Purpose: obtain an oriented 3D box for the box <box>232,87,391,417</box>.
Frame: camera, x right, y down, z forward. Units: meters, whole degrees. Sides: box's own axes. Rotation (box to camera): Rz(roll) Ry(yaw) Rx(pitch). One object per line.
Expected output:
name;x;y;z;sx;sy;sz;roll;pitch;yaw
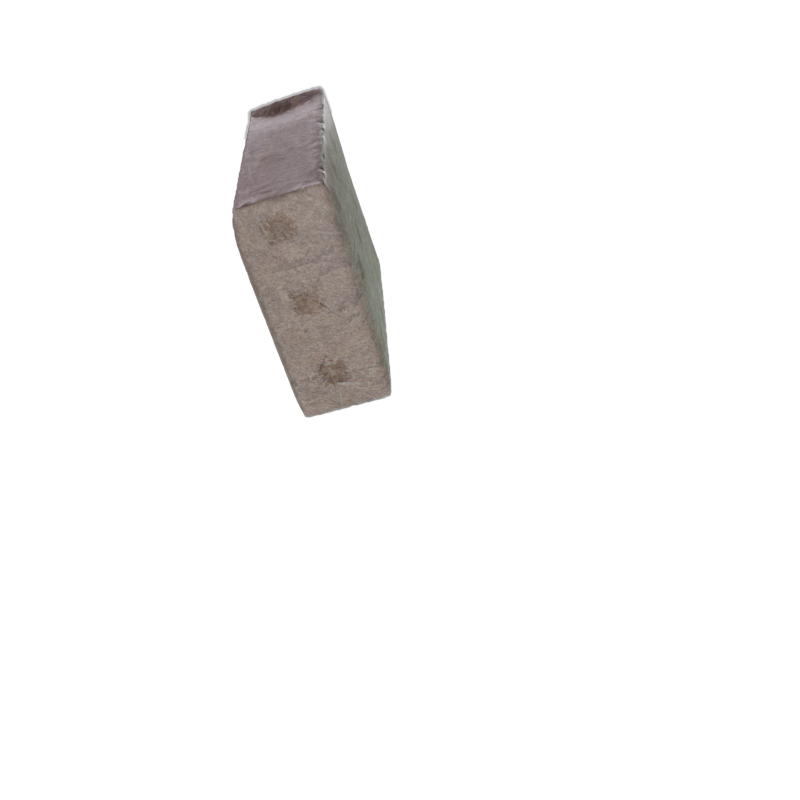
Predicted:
box;-0.064;-0.116;0.816;0.072;0.154;0.227;-16;29;5
